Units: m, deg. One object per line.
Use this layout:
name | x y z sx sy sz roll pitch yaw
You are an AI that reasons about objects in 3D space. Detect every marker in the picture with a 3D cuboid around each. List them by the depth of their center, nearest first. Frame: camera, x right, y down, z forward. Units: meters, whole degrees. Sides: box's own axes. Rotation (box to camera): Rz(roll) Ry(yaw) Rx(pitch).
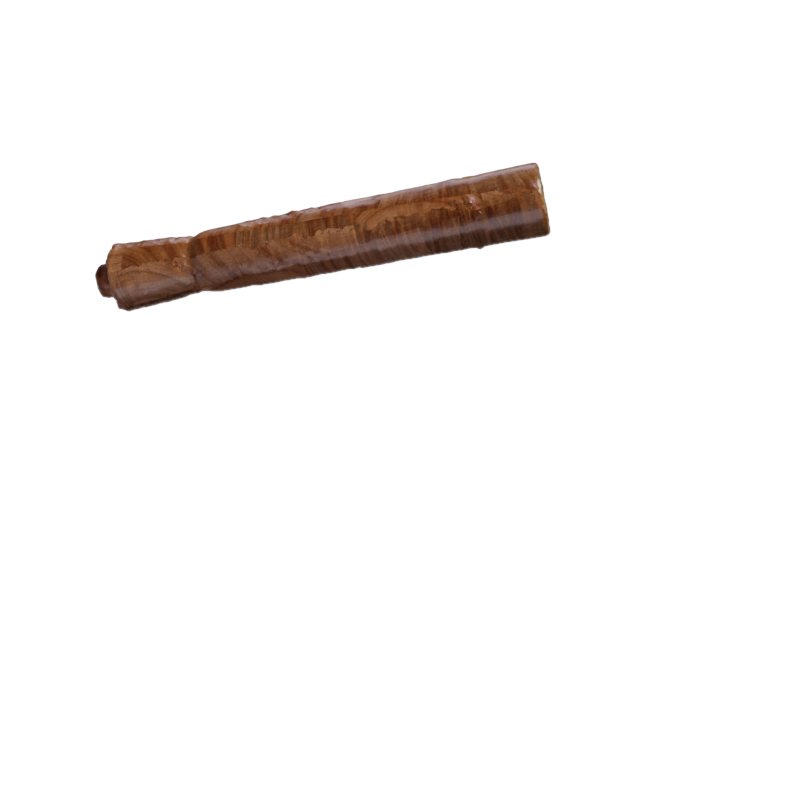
marker | -0.023 -0.042 0.291 0.122 0.020 0.020 -9 2 13
